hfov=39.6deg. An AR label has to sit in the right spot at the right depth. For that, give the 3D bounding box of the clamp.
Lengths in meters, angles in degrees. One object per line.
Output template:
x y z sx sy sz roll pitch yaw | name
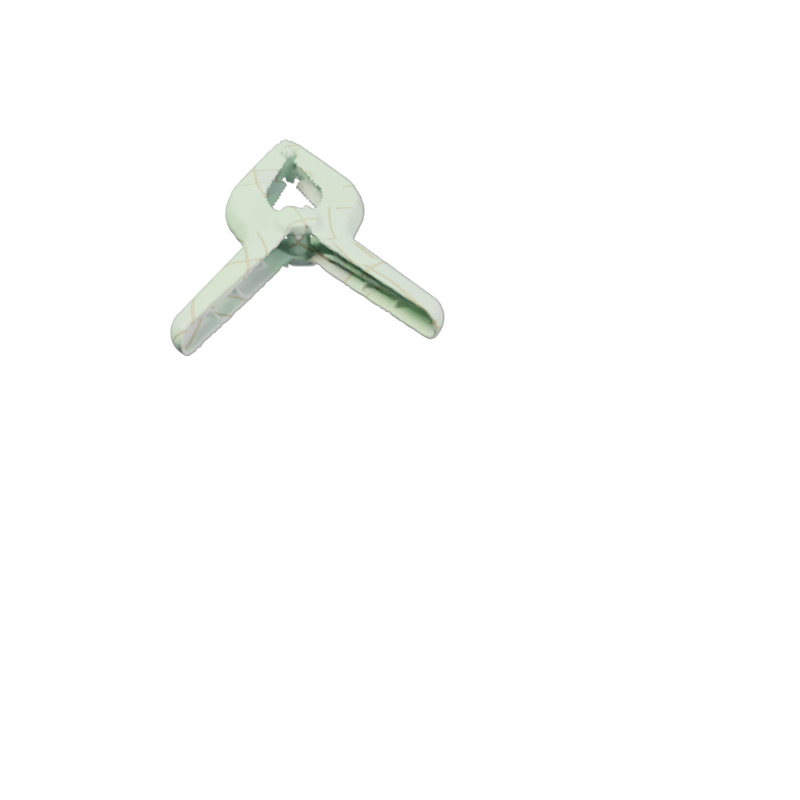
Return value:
-0.058 -0.105 0.735 0.165 0.034 0.225 0 42 0 | clamp
